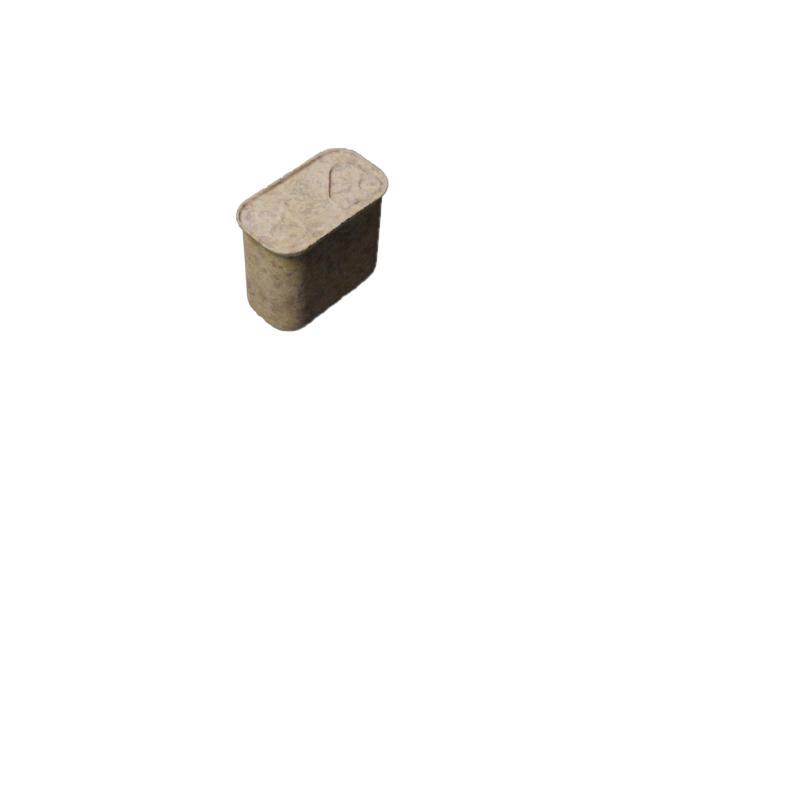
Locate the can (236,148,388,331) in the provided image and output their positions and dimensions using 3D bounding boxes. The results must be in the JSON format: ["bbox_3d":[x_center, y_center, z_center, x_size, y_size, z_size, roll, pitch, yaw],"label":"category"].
[{"bbox_3d":[-0.058,-0.106,0.739,0.061,0.078,0.103,38,59,24],"label":"can"}]
